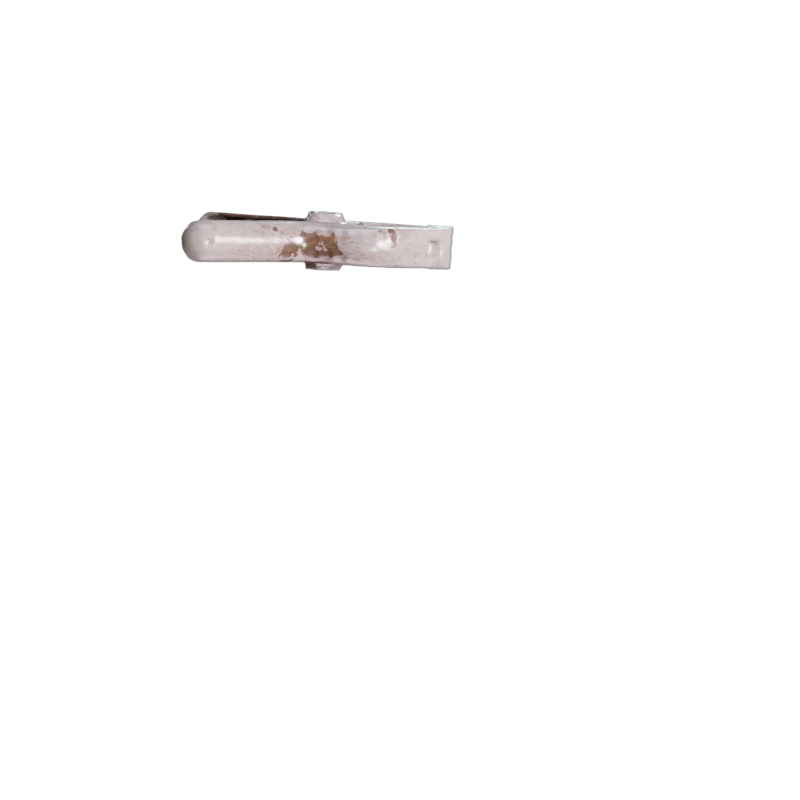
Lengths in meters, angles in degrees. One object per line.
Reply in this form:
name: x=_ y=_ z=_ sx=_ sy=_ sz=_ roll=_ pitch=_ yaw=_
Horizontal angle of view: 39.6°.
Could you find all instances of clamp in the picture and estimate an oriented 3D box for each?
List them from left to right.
clamp: x=-0.054 y=-0.098 z=0.685 sx=0.173 sy=0.038 sz=0.123 roll=2 pitch=17 yaw=6
